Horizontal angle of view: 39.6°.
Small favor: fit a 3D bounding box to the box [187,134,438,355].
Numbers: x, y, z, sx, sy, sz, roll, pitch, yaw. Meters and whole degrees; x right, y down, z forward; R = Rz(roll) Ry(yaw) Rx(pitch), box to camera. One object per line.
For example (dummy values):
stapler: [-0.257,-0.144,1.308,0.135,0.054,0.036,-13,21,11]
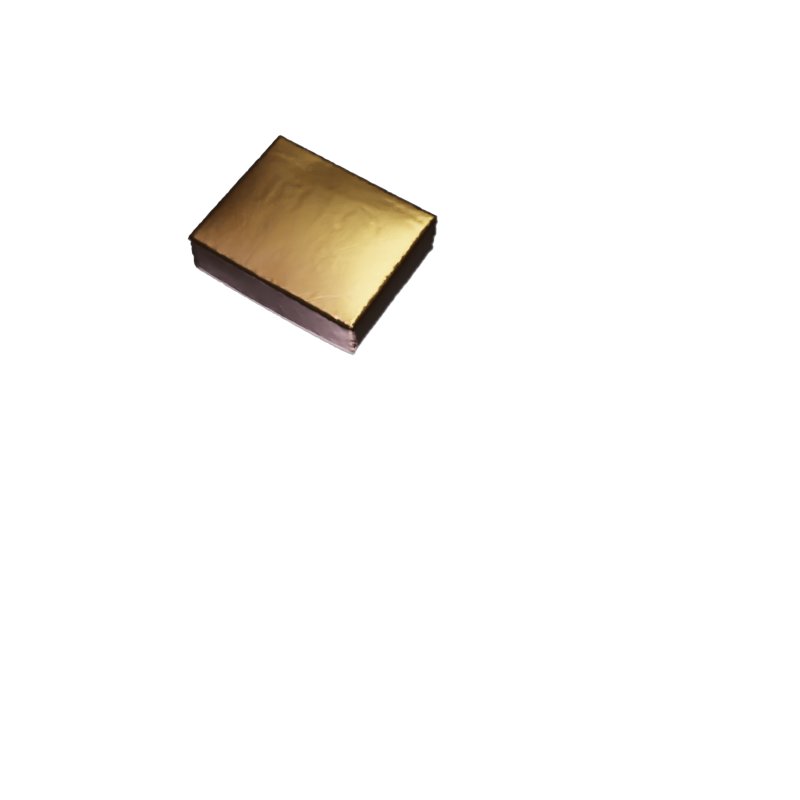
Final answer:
box: [-0.050,-0.090,0.632,0.118,0.092,0.036,30,-26,16]
